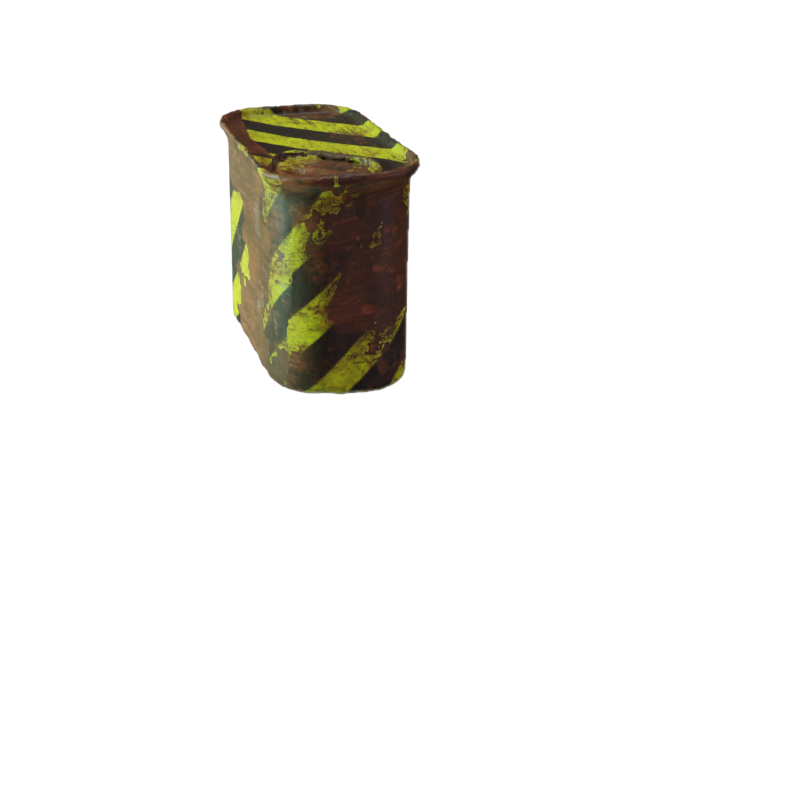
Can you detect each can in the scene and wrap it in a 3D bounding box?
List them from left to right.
[{"bbox_3d":[-0.033,-0.060,0.424,0.056,0.080,0.109,-7,26,-18],"label":"can"}]
